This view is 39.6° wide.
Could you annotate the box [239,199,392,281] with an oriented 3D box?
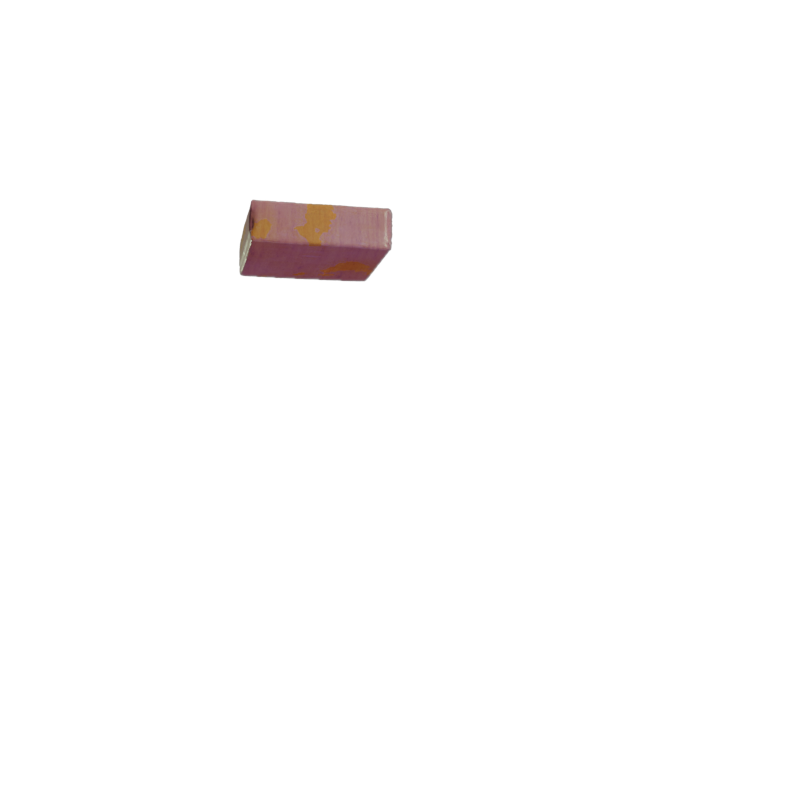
[{"bbox_3d":[-0.055,-0.101,0.706,0.088,0.031,0.071,2,-12,-10],"label":"box"}]
